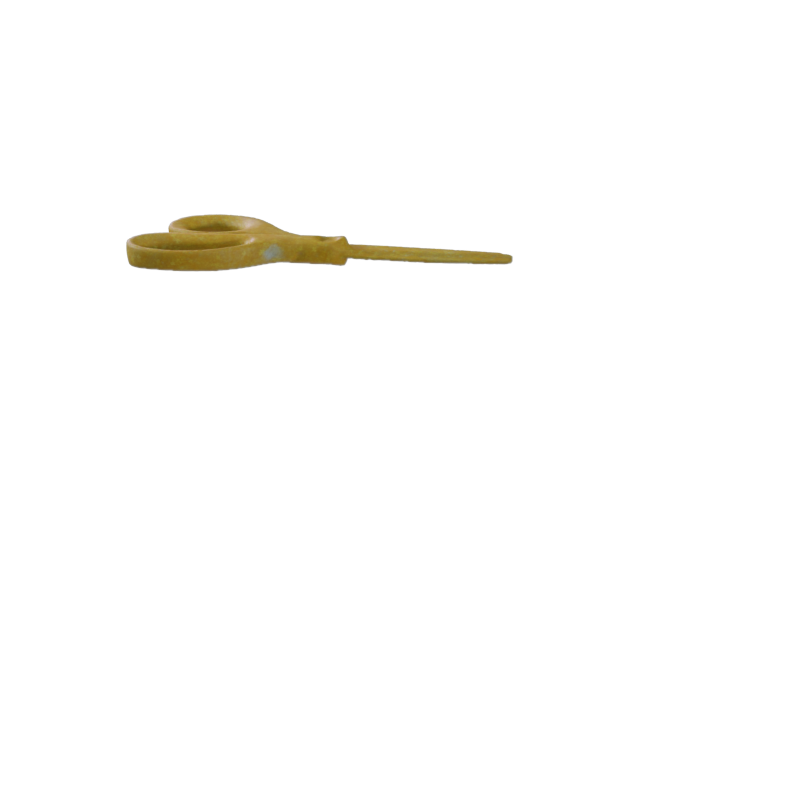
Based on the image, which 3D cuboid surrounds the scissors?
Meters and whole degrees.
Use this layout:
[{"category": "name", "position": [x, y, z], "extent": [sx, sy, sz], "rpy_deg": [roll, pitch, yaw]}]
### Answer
[{"category": "scissors", "position": [-0.048, -0.087, 0.612], "extent": [0.201, 0.015, 0.101], "rpy_deg": [-2, 22, -4]}]
